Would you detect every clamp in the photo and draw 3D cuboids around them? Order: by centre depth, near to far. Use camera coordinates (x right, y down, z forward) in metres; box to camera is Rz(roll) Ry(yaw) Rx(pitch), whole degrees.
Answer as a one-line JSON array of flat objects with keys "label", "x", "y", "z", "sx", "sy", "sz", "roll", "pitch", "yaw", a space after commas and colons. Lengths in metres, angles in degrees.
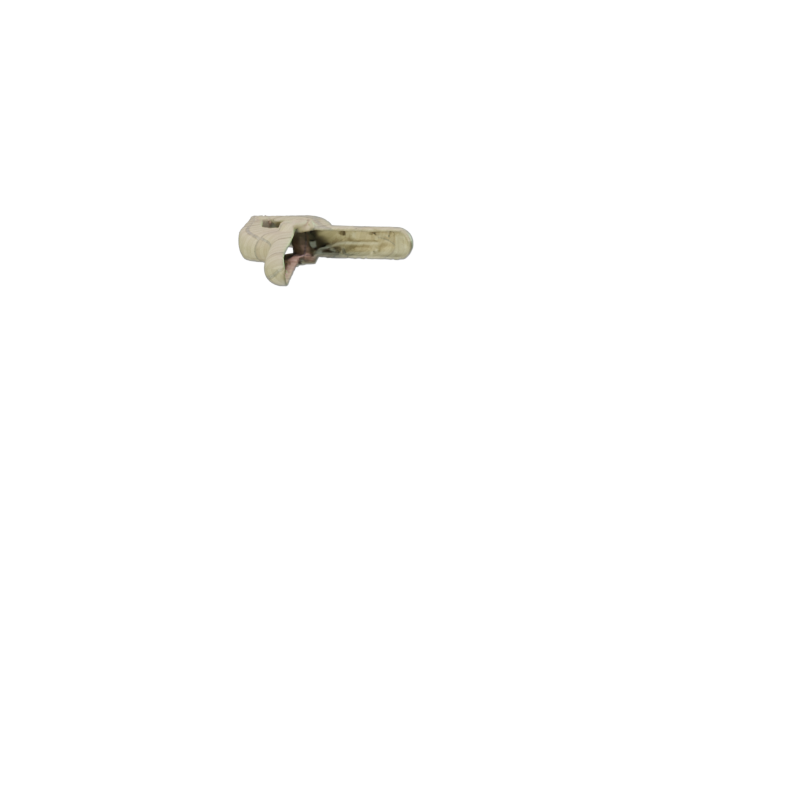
[{"label": "clamp", "x": -0.069, "y": -0.126, "z": 0.882, "sx": 0.118, "sy": 0.038, "sz": 0.181, "roll": -7, "pitch": 21, "yaw": -20}]
